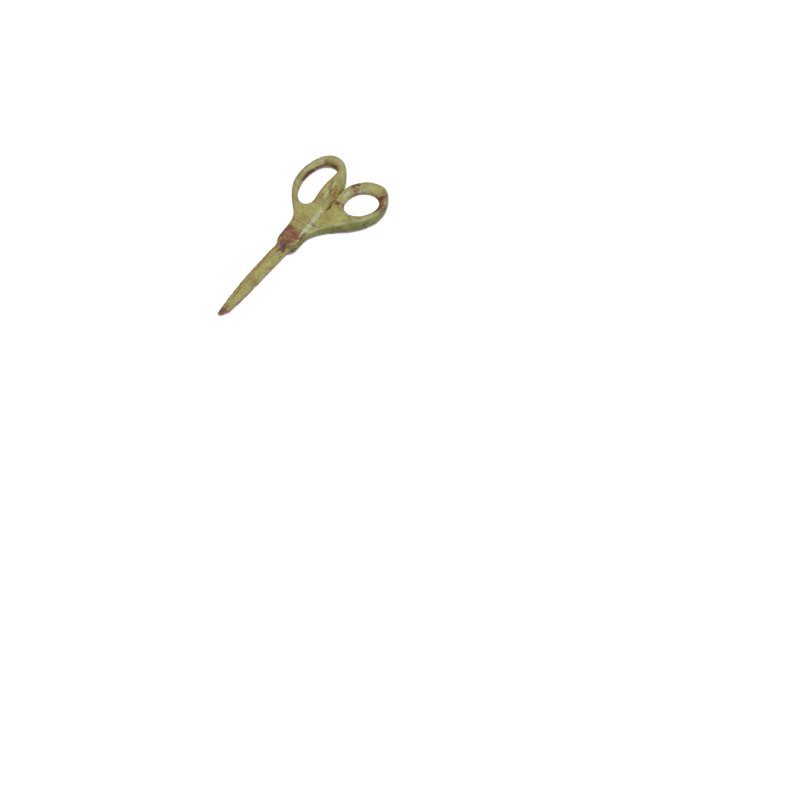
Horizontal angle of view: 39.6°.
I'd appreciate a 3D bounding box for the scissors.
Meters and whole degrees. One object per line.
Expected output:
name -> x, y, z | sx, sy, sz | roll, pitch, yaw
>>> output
scissors -> -0.074, -0.135, 0.947 | 0.098, 0.212, 0.015 | 13, -37, 10
